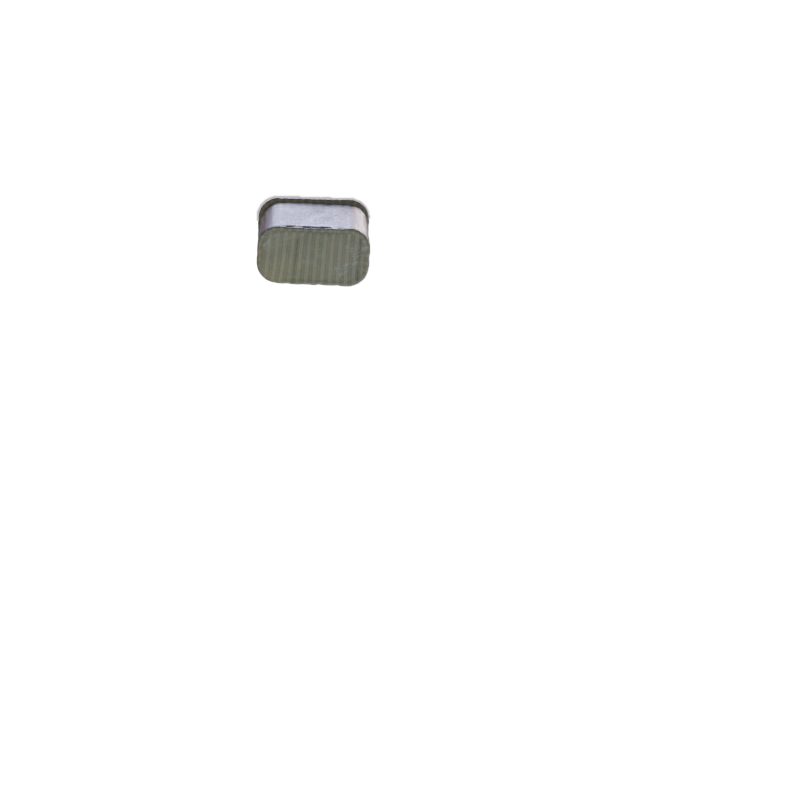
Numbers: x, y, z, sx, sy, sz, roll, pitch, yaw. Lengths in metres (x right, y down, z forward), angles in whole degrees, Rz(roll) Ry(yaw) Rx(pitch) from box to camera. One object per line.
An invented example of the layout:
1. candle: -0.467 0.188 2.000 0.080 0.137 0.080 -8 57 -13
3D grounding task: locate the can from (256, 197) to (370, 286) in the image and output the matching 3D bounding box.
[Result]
1. can: -0.077 -0.140 0.979 0.102 0.055 0.088 1 23 -2
